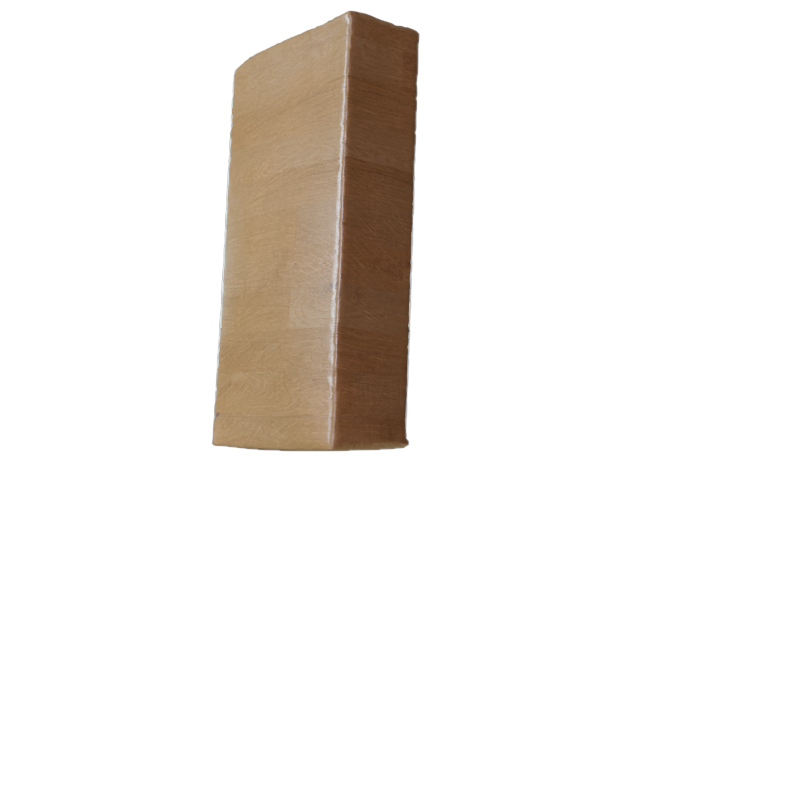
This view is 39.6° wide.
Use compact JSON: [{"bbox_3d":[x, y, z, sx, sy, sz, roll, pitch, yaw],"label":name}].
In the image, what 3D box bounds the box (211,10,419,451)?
[{"bbox_3d":[-0.038,-0.068,0.476,0.046,0.180,0.096,7,-11,-38],"label":"box"}]
